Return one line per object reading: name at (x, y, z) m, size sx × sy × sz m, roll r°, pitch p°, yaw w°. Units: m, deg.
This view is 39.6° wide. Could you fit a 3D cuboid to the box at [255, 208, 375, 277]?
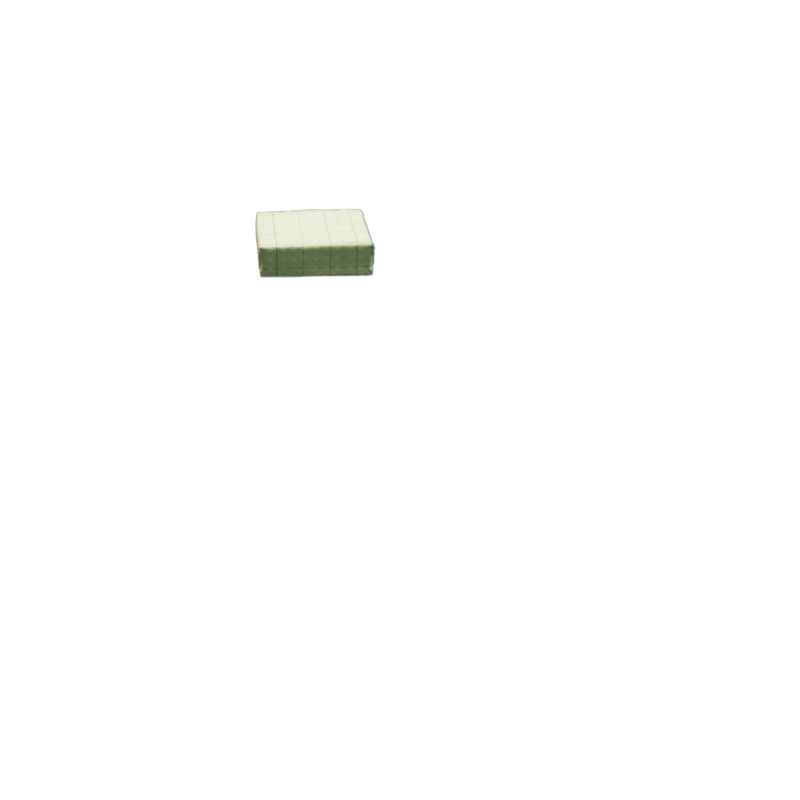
box at (-0.068, -0.124, 0.870) m, size 0.089 × 0.028 × 0.078 m, roll -3°, pitch 29°, yaw -6°
